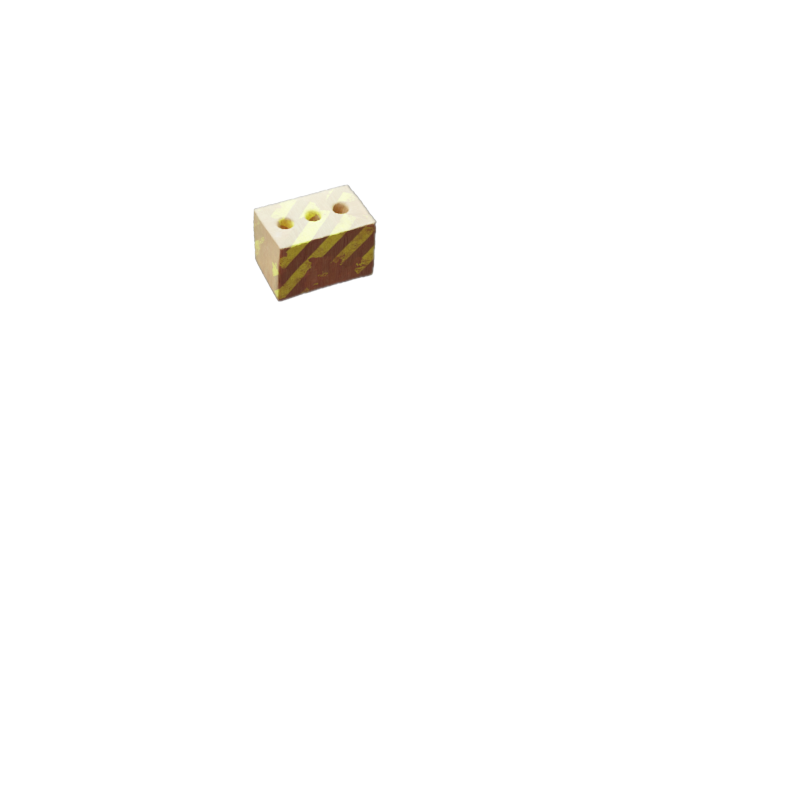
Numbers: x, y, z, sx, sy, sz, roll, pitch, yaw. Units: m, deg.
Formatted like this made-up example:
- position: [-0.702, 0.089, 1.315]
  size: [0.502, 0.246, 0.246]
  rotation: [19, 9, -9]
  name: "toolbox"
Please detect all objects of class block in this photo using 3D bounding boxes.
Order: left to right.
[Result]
- position: [-0.064, -0.116, 0.815]
  size: [0.077, 0.048, 0.057]
  rotation: [-18, 48, -19]
  name: "block"
